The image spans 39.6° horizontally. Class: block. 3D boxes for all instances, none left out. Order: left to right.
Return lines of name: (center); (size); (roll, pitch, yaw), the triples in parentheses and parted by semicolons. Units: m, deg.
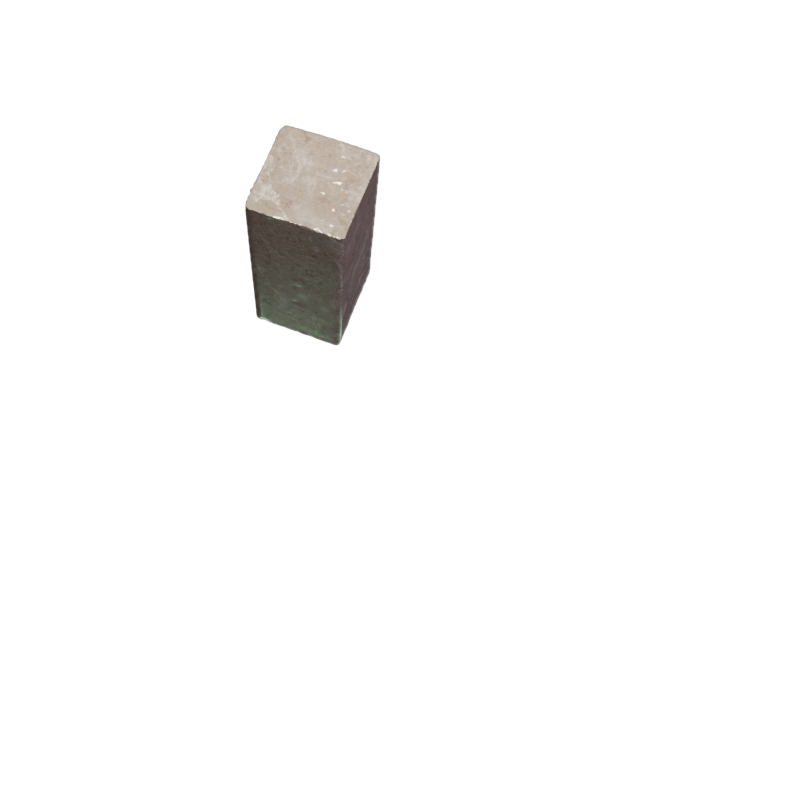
block: (-0.079, -0.143, 0.997); (0.092, 0.094, 0.195); (19, -23, 5)
